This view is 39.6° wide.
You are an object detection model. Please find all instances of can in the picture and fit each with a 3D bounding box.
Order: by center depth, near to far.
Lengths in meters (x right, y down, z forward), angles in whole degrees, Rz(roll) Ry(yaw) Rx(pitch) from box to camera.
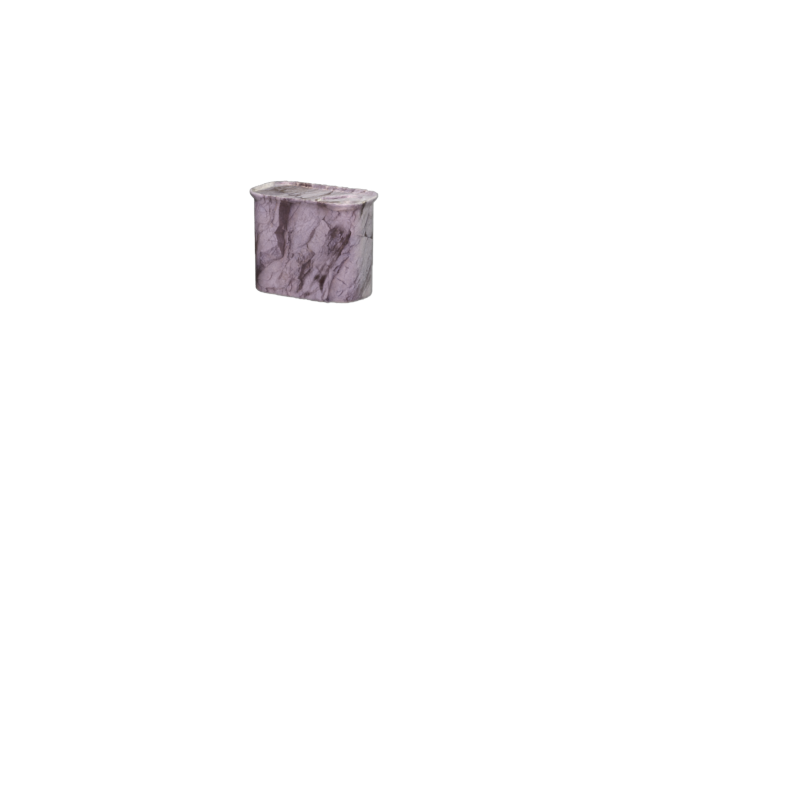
[{"bbox_3d":[-0.070,-0.128,0.896,0.106,0.081,0.057,10,20,26],"label":"can"}]
